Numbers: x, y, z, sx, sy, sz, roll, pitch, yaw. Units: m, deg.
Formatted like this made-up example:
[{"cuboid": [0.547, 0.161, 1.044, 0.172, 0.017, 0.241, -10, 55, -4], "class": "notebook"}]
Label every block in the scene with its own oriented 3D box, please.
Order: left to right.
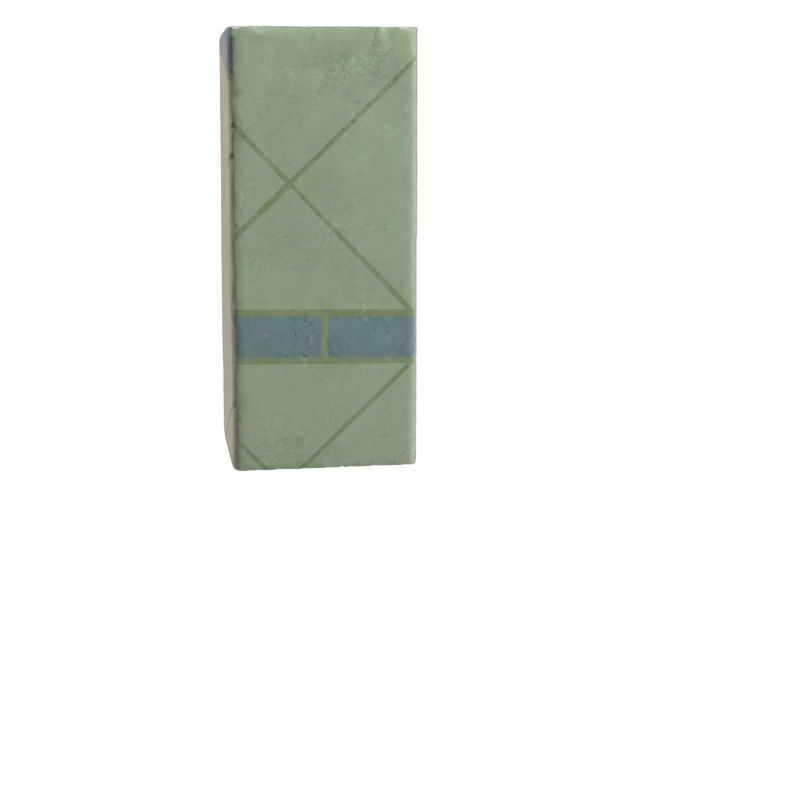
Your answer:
[{"cuboid": [-0.044, -0.079, 0.555, 0.090, 0.203, 0.093, -1, 7, -10], "class": "block"}]
